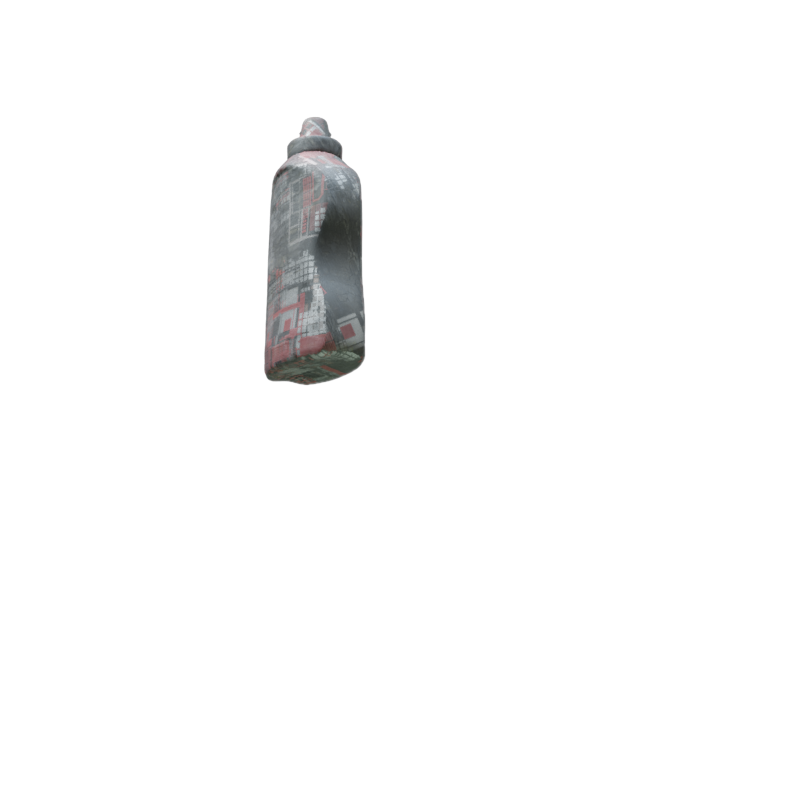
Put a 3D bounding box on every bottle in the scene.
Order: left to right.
[{"bbox_3d":[-0.062,-0.113,0.793,0.056,0.200,0.095,8,-21,-27],"label":"bottle"}]
